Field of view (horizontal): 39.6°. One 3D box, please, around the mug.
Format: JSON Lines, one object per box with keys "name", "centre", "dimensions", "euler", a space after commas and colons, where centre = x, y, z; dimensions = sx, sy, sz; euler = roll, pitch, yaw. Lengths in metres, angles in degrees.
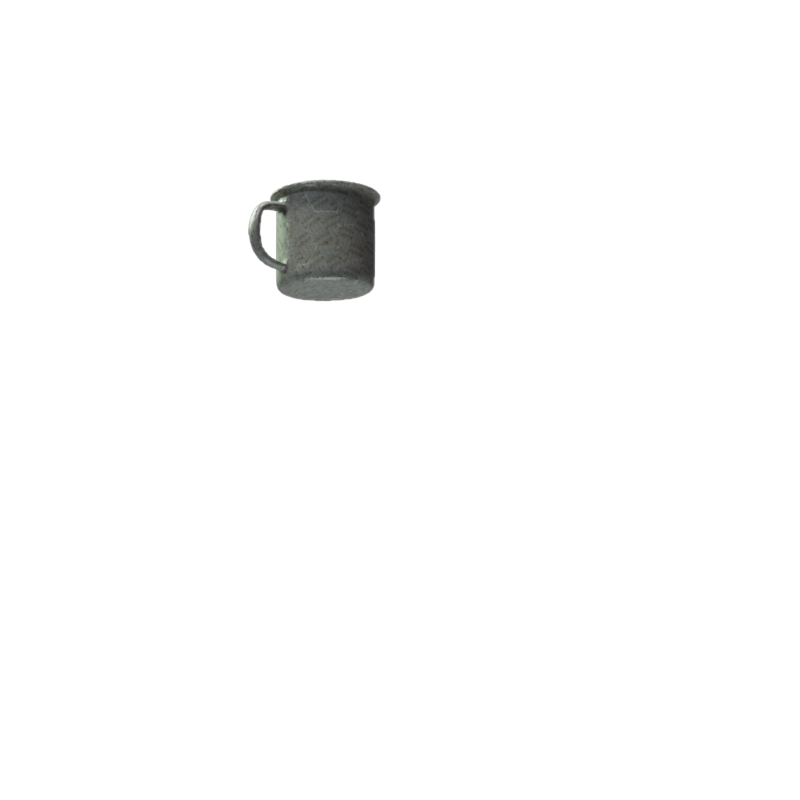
{"name": "mug", "centre": [-0.072, -0.130, 0.914], "dimensions": [0.112, 0.084, 0.094], "euler": [7, -14, -35]}
